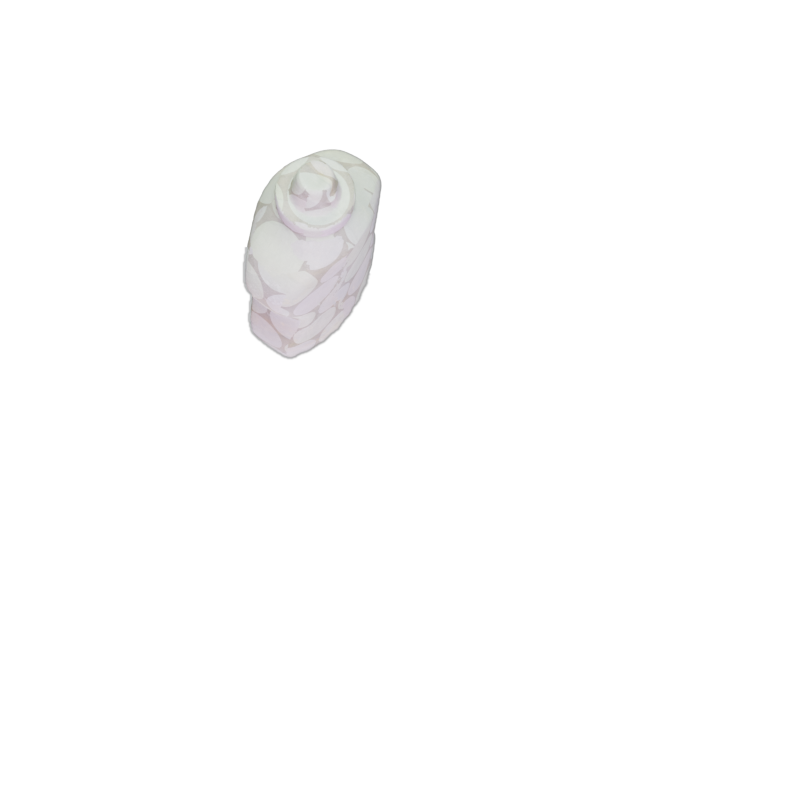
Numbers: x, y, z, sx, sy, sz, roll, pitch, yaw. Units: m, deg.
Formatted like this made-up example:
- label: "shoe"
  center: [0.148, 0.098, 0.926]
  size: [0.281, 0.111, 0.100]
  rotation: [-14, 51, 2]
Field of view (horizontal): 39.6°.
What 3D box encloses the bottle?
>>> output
- label: "bottle"
  center: [-0.049, -0.089, 0.625]
  size: [0.060, 0.097, 0.185]
  rotation: [36, -13, 5]
